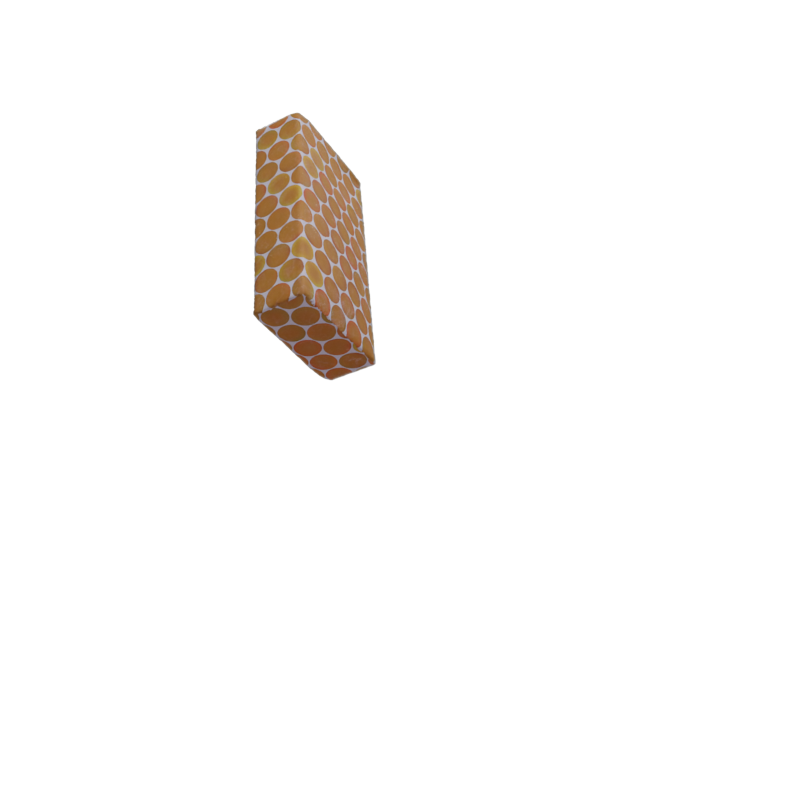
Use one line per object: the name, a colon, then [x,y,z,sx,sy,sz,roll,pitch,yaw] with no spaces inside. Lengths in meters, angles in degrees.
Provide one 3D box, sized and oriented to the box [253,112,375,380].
box: [-0.060,-0.111,0.775,0.048,0.189,0.086,-22,-42,22]
